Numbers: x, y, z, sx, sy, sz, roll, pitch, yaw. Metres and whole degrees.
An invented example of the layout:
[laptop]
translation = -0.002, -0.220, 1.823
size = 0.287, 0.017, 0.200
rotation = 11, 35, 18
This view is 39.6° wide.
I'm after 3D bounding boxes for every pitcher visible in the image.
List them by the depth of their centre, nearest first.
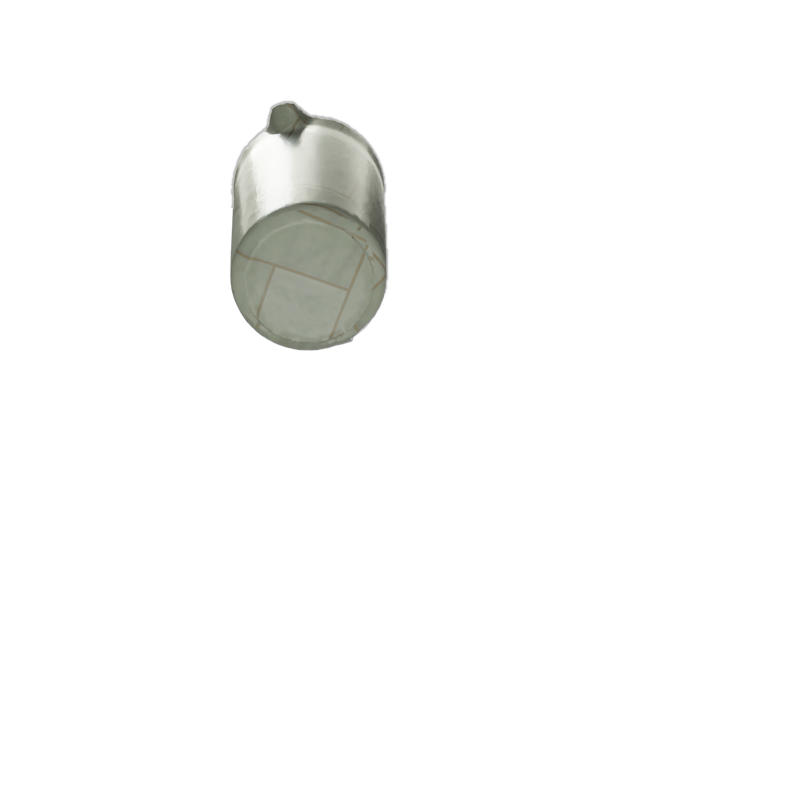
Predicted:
[pitcher]
translation = -0.068, -0.124, 0.867
size = 0.145, 0.142, 0.256
rotation = 28, 20, -15
